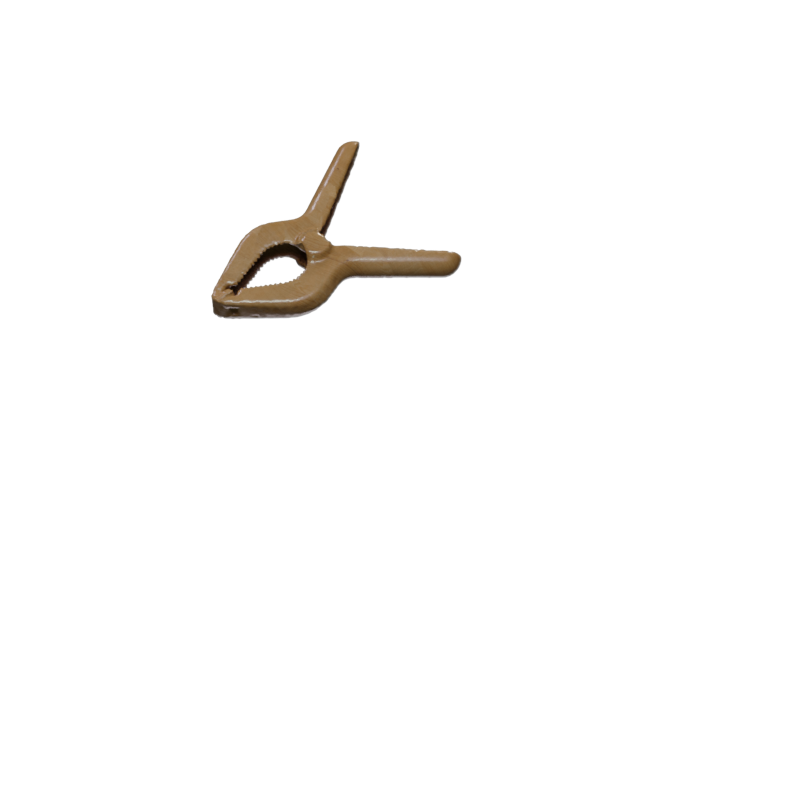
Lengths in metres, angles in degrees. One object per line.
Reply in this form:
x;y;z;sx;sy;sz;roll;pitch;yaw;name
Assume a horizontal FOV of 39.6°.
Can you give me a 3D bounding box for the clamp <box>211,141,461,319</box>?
-0.076;-0.138;0.966;0.209;0.176;0.034;-24;-29;-15;clamp
